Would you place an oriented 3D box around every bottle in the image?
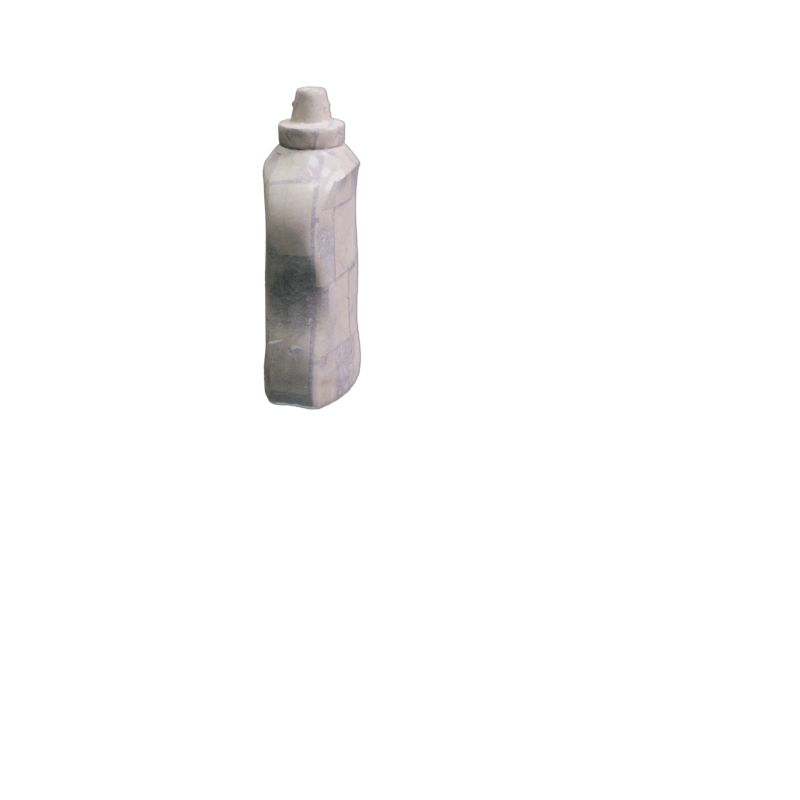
[{"bbox_3d":[-0.055,-0.099,0.691,0.060,0.184,0.098,6,20,14],"label":"bottle"}]
